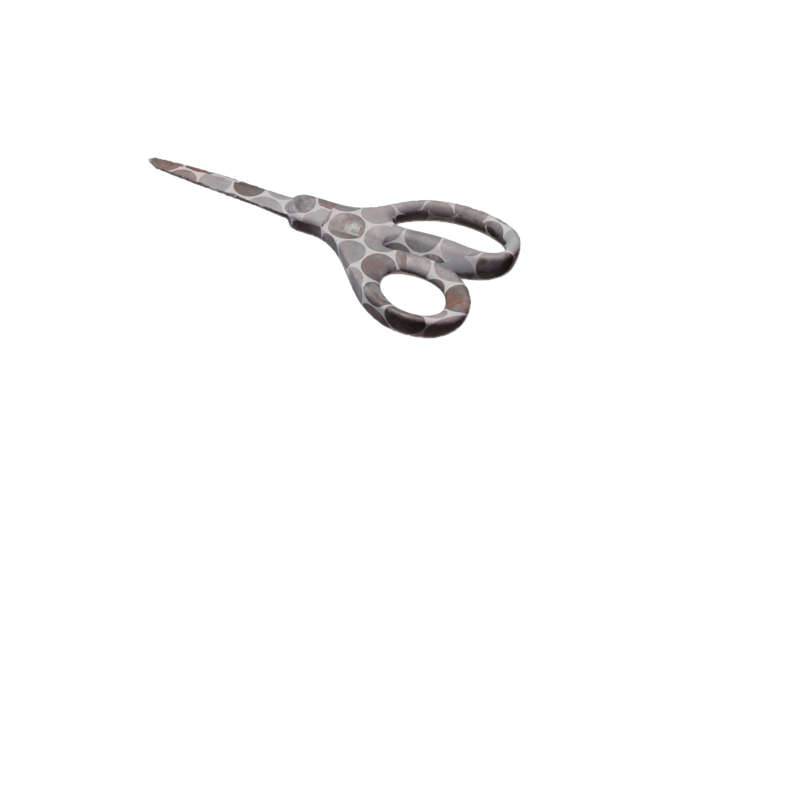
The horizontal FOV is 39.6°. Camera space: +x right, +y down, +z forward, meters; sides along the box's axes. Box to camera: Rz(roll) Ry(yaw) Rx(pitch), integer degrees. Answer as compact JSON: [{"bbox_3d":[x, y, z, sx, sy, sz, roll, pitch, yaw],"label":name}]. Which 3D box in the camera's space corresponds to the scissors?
[{"bbox_3d":[-0.043,-0.079,0.552,0.205,0.102,0.015,9,-43,8],"label":"scissors"}]
